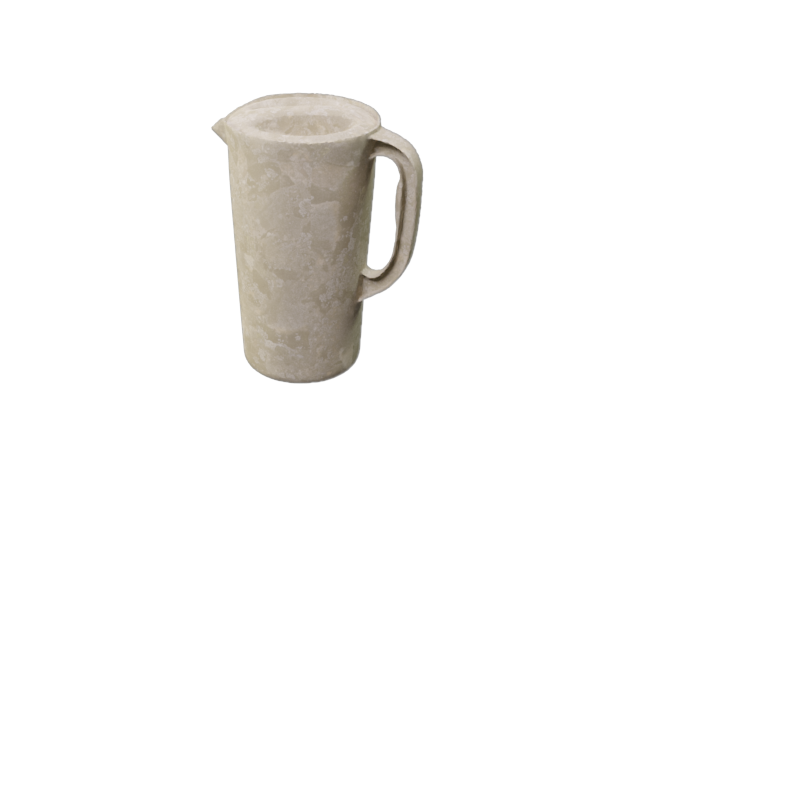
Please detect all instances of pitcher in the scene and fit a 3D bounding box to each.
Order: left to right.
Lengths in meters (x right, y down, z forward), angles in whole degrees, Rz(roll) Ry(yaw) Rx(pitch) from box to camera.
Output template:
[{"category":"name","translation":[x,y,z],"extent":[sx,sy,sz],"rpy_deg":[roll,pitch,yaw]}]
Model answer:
[{"category":"pitcher","translation":[-0.076,-0.139,0.976],"extent":[0.142,0.230,0.160],"rpy_deg":[-12,31,-25]}]
